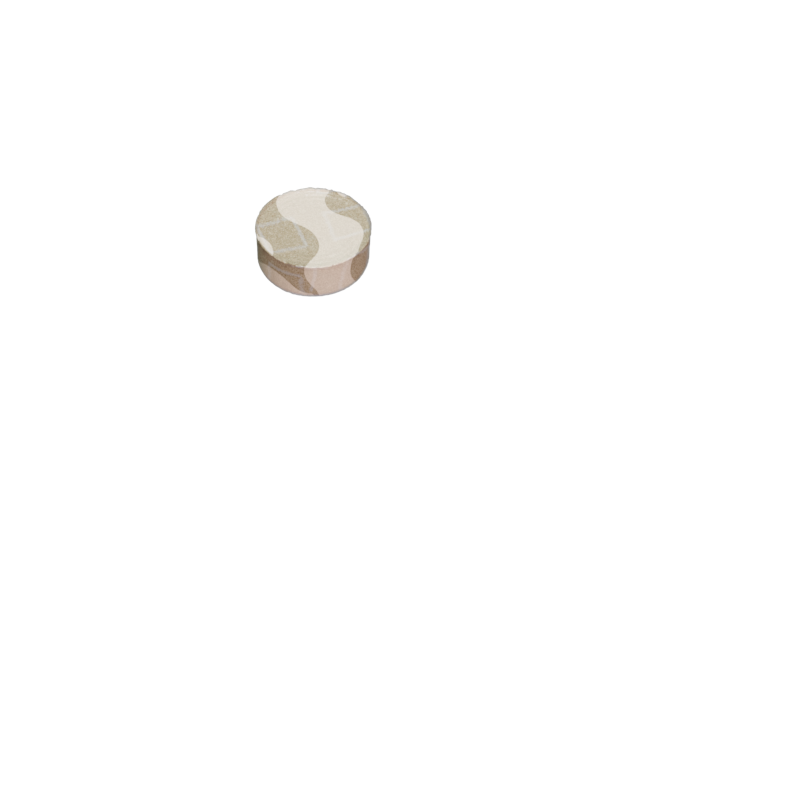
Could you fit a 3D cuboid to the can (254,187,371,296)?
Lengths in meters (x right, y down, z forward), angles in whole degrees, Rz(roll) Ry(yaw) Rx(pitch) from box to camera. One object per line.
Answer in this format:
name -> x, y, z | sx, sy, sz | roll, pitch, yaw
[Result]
can -> -0.065, -0.118, 0.825 | 0.086, 0.092, 0.031 | -1, -42, -1
